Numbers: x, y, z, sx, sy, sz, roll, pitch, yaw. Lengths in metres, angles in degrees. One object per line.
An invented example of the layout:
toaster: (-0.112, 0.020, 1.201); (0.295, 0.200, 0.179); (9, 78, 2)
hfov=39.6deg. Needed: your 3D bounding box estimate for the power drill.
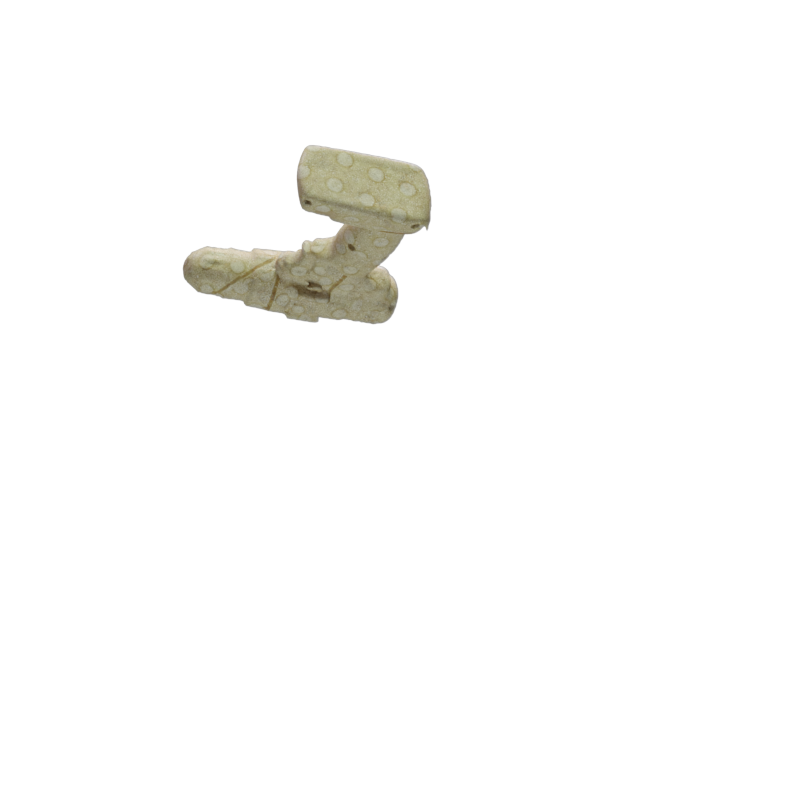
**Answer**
power drill: (-0.069, -0.126, 0.883); (0.180, 0.061, 0.181); (8, -26, -16)
